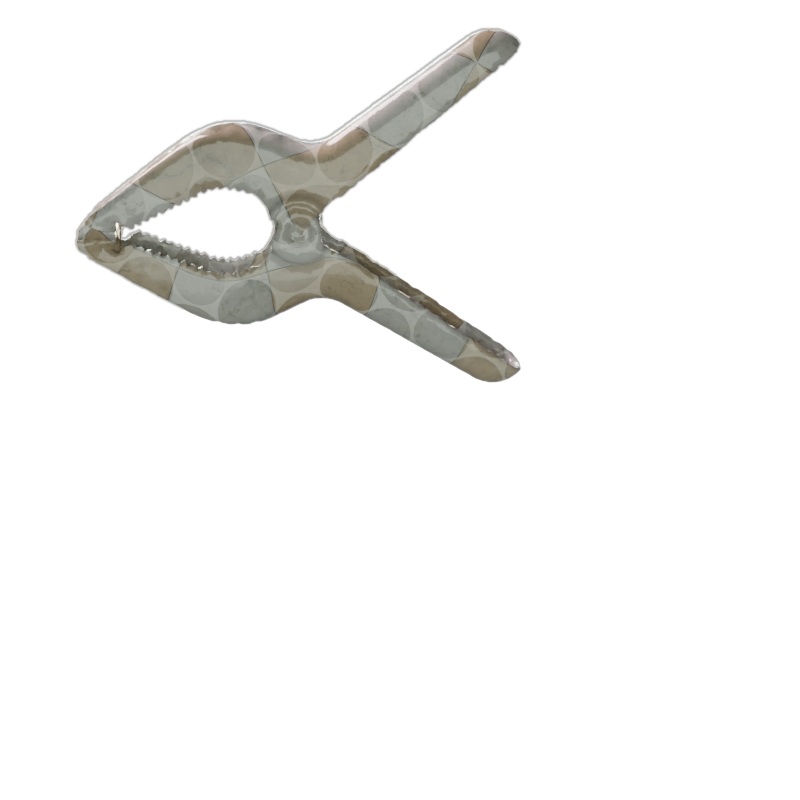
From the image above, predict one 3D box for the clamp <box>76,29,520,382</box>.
[{"bbox_3d":[-0.040,-0.073,0.512,0.210,0.158,0.038,-9,15,2],"label":"clamp"}]
